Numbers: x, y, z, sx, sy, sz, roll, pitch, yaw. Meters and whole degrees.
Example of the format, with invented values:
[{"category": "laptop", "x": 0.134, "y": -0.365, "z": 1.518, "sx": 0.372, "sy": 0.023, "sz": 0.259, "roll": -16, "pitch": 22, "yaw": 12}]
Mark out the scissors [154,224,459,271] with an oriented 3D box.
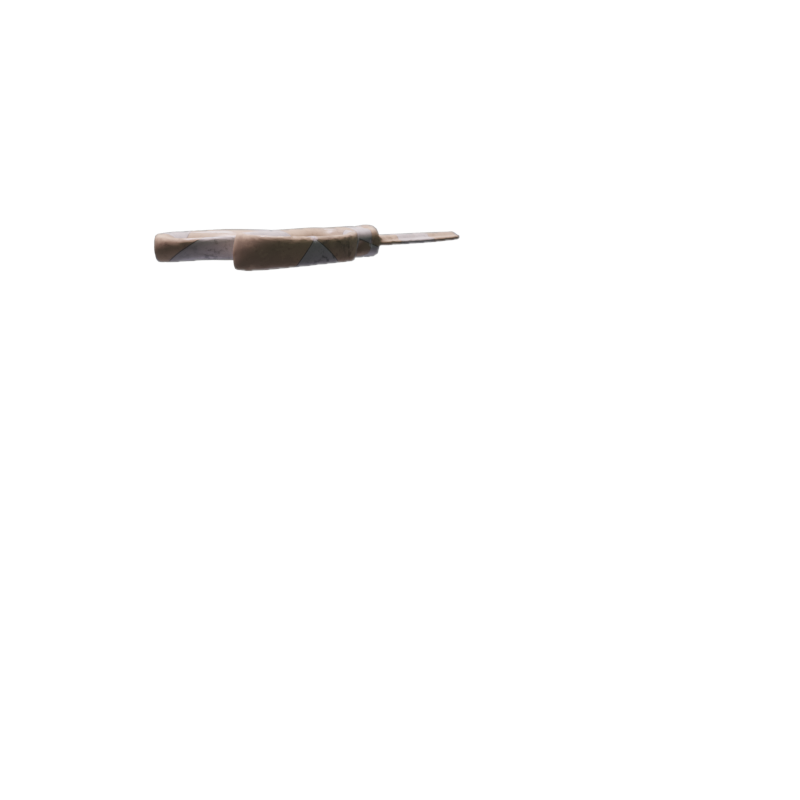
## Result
[{"category": "scissors", "x": -0.041, "y": -0.074, "z": 0.520, "sx": 0.098, "sy": 0.015, "sz": 0.200, "roll": 3, "pitch": 11, "yaw": 16}]
